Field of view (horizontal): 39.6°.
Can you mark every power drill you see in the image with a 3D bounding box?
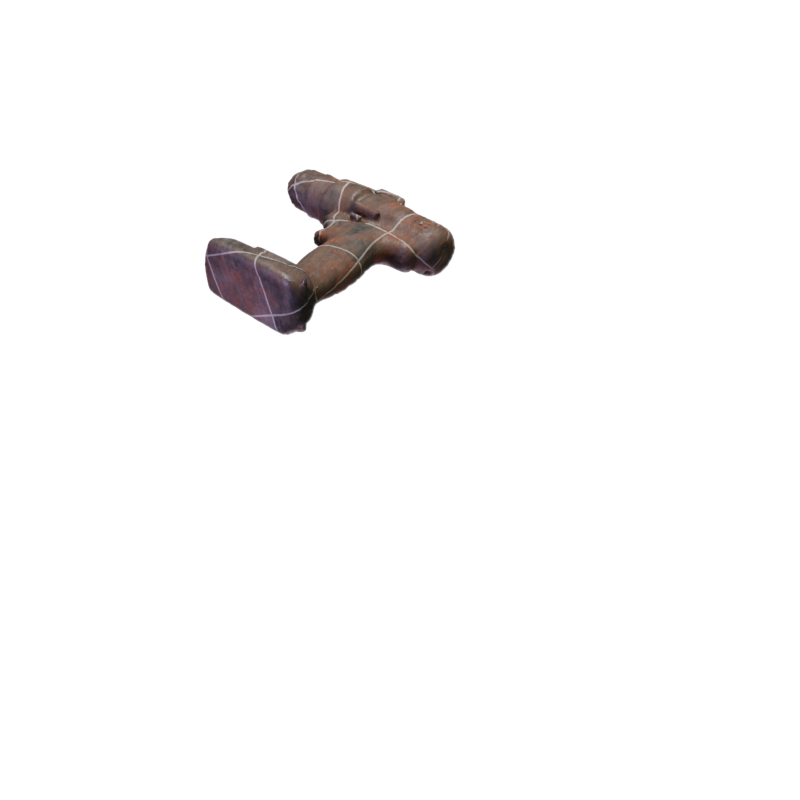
[{"bbox_3d":[-0.075,-0.136,0.954,0.196,0.054,0.188,28,43,33],"label":"power drill"}]
